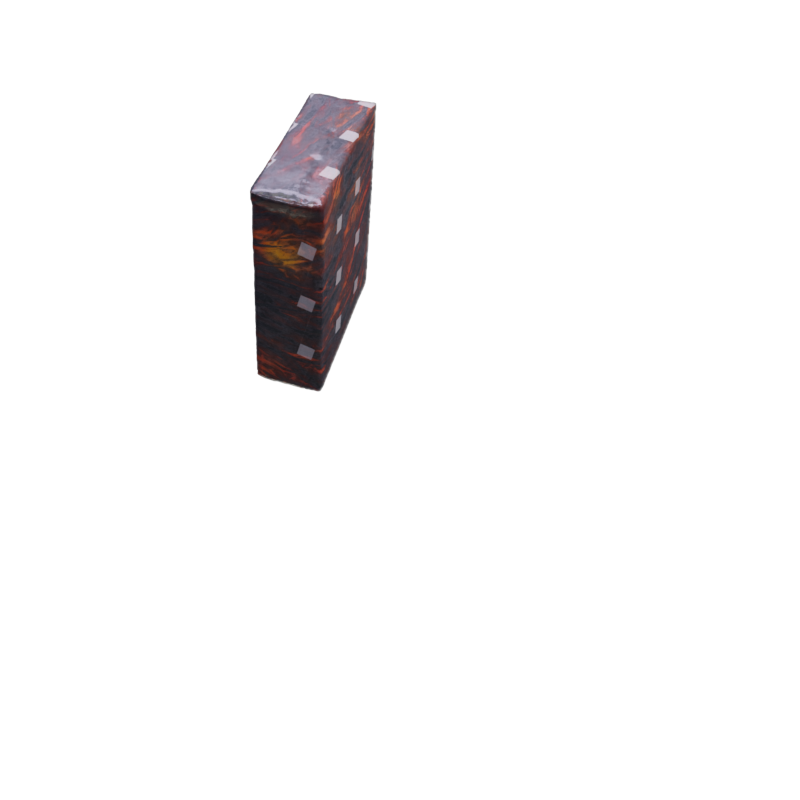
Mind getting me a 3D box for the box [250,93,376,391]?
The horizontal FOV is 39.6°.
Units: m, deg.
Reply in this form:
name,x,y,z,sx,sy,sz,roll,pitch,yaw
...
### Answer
name,x,y,z,sx,sy,sz,roll,pitch,yaw
box,-0.078,-0.143,0.999,0.073,0.199,0.173,11,44,8
